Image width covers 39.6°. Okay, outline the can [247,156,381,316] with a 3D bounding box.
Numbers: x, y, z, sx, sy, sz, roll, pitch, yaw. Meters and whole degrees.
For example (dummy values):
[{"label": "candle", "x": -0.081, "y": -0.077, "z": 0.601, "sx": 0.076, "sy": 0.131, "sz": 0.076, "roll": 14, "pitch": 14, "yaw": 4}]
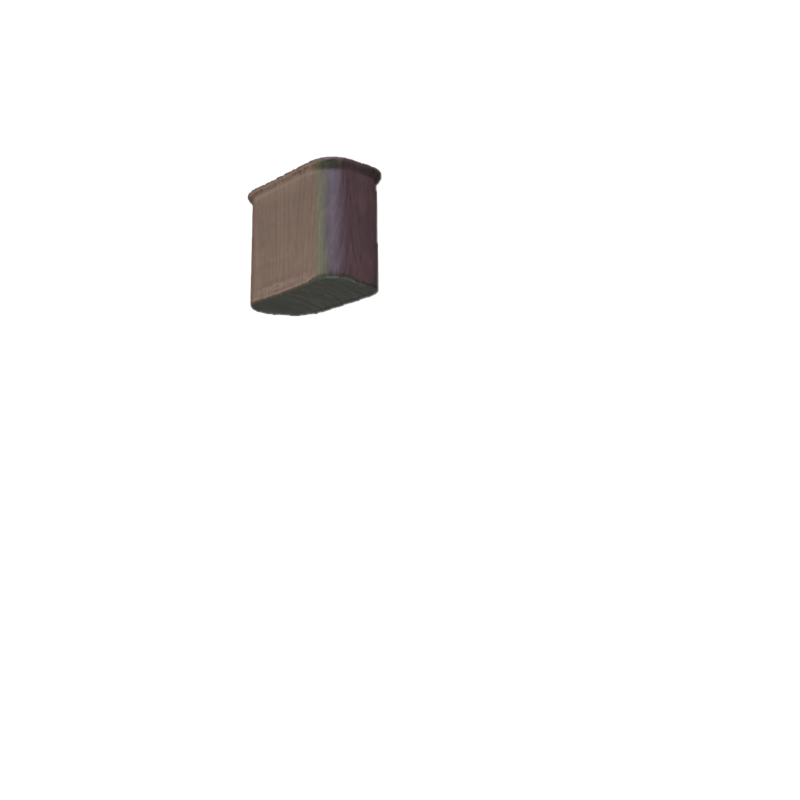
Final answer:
[{"label": "can", "x": -0.059, "y": -0.108, "z": 0.757, "sx": 0.054, "sy": 0.087, "sz": 0.103, "roll": 14, "pitch": -20, "yaw": -40}]
